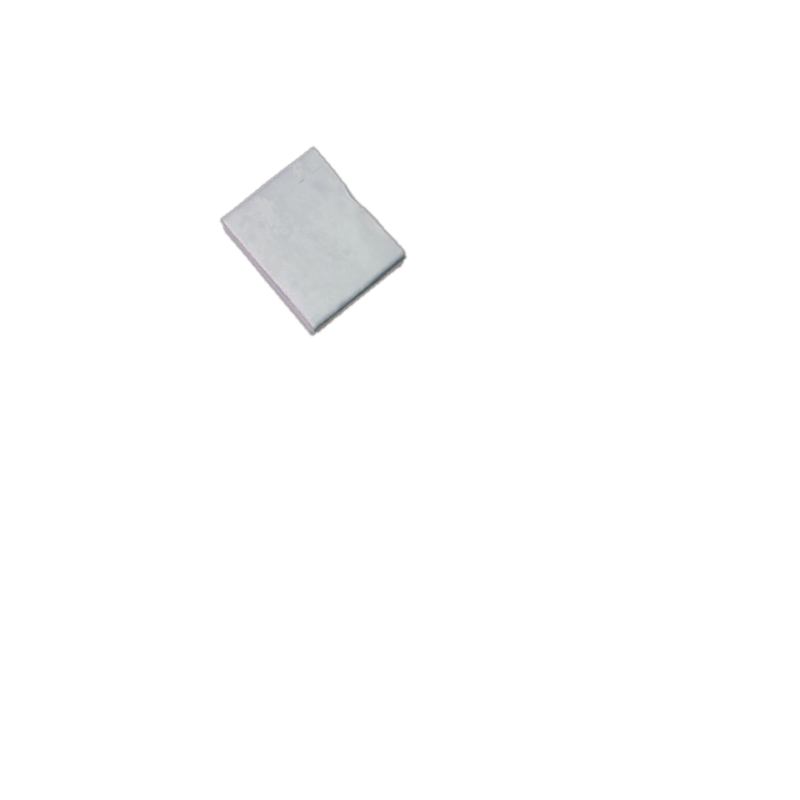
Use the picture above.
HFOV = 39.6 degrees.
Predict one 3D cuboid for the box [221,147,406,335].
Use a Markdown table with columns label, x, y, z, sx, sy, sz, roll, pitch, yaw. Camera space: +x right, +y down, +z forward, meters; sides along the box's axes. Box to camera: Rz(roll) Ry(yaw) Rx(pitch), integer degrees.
| label | x | y | z | sx | sy | sz | roll | pitch | yaw |
| --- | --- | --- | --- | --- | --- | --- | --- | --- | --- |
| box | -0.053 | -0.096 | 0.672 | 0.073 | 0.091 | 0.029 | -39 | -9 | -8 |
